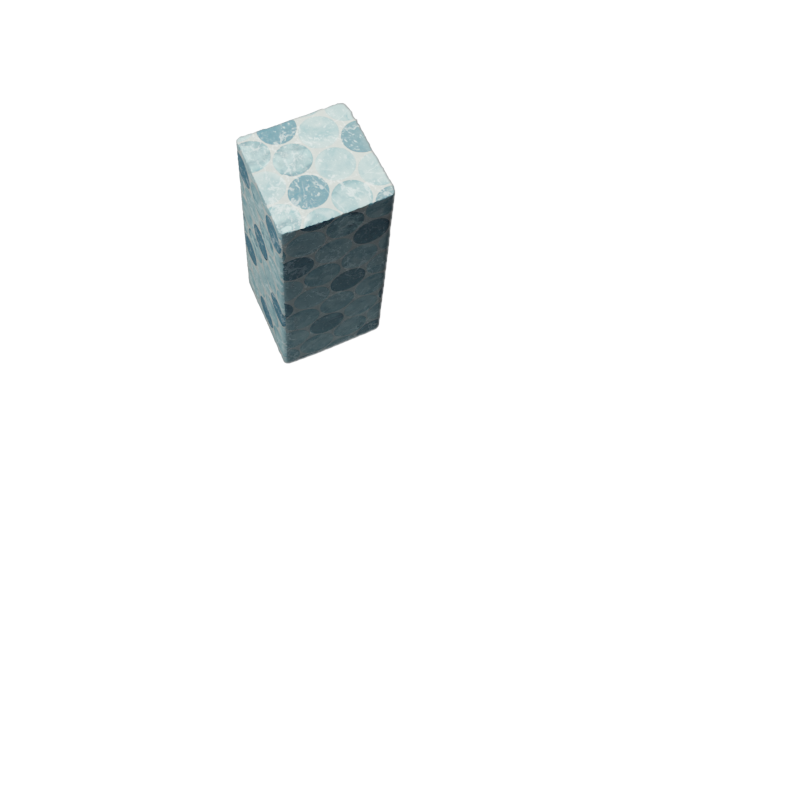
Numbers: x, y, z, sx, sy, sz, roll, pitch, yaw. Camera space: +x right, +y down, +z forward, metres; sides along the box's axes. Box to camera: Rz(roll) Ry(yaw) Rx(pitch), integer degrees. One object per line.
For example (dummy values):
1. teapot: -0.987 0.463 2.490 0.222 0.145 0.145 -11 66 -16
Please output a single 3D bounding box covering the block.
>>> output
1. block: -0.067 -0.124 0.868 0.090 0.097 0.194 -21 -23 -13
